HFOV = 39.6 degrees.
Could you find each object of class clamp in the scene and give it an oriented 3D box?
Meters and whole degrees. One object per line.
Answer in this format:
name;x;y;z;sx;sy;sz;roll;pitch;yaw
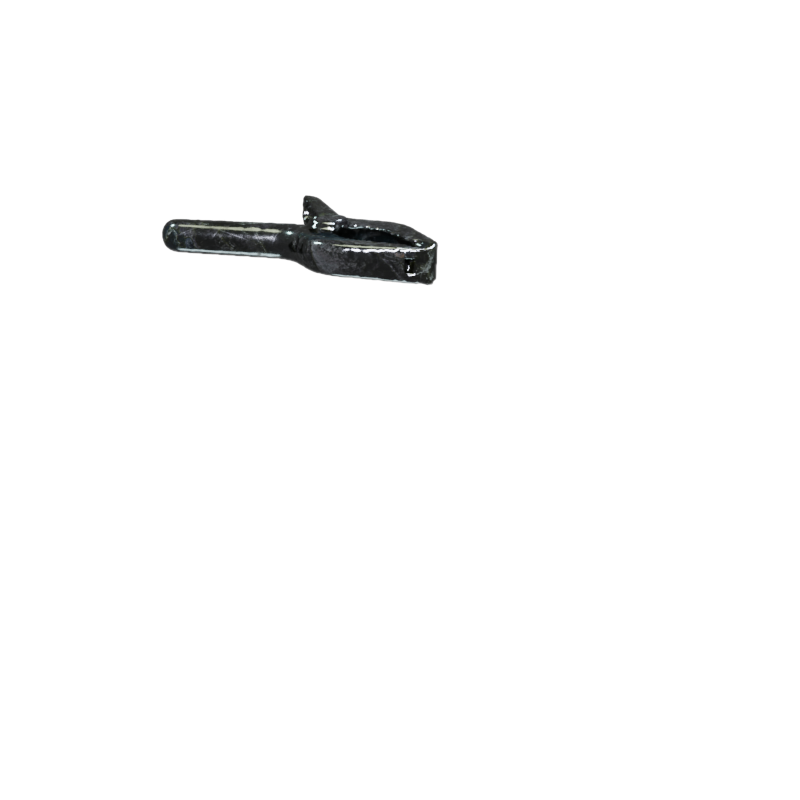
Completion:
clamp;-0.065;-0.118;0.828;0.161;0.035;0.223;-17;27;-38
